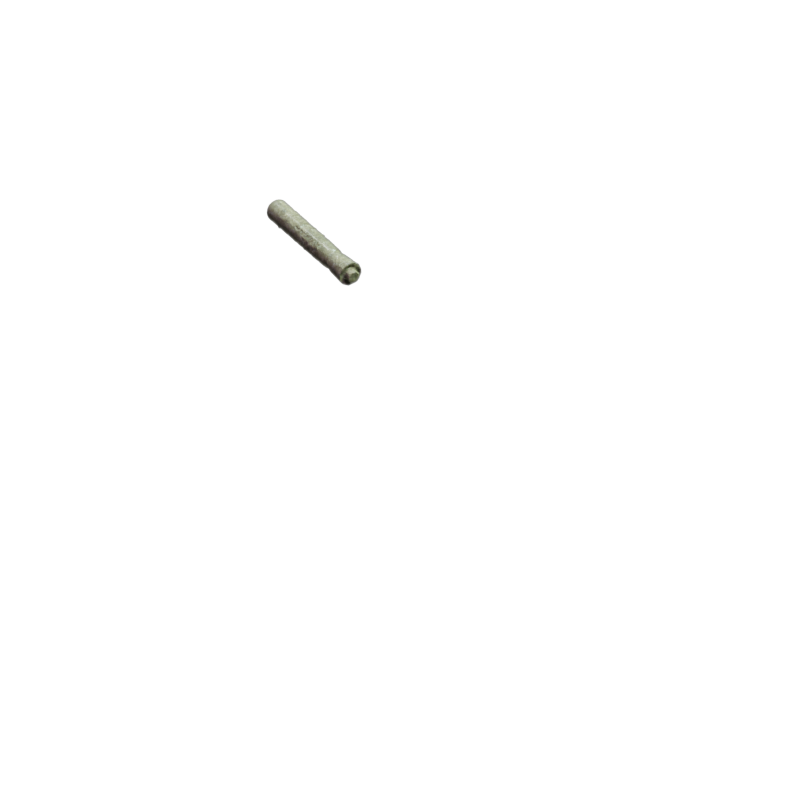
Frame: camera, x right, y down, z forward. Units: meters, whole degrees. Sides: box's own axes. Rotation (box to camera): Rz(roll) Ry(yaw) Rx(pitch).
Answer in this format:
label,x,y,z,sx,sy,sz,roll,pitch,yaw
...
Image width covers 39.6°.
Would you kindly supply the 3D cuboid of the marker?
label,x,y,z,sx,sy,sz,roll,pitch,yaw
marker,-0.066,-0.121,0.845,0.019,0.019,0.131,-3,31,-34
